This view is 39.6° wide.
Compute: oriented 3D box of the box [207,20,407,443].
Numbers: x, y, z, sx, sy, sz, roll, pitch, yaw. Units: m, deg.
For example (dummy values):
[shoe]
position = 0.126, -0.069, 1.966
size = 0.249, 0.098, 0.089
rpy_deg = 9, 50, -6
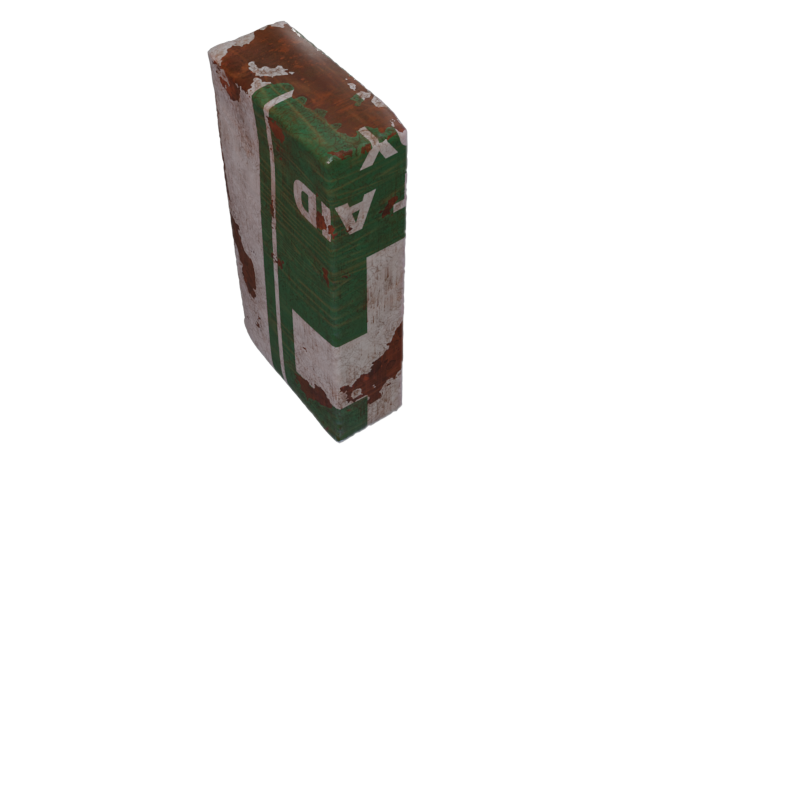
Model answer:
[box]
position = -0.039, -0.071, 0.499
size = 0.048, 0.164, 0.100
rpy_deg = -25, 54, -24
